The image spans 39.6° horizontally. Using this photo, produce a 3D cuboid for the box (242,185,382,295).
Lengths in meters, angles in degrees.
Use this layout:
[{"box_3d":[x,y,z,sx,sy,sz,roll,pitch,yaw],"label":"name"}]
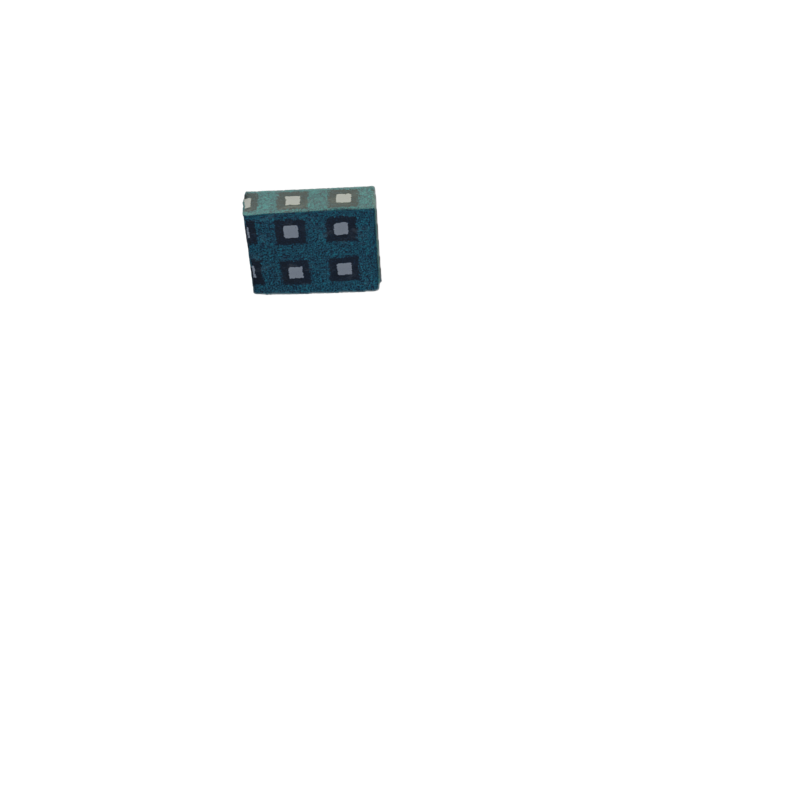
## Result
[{"box_3d":[-0.074,-0.135,0.947,0.114,0.084,0.042,-3,39,2],"label":"box"}]
